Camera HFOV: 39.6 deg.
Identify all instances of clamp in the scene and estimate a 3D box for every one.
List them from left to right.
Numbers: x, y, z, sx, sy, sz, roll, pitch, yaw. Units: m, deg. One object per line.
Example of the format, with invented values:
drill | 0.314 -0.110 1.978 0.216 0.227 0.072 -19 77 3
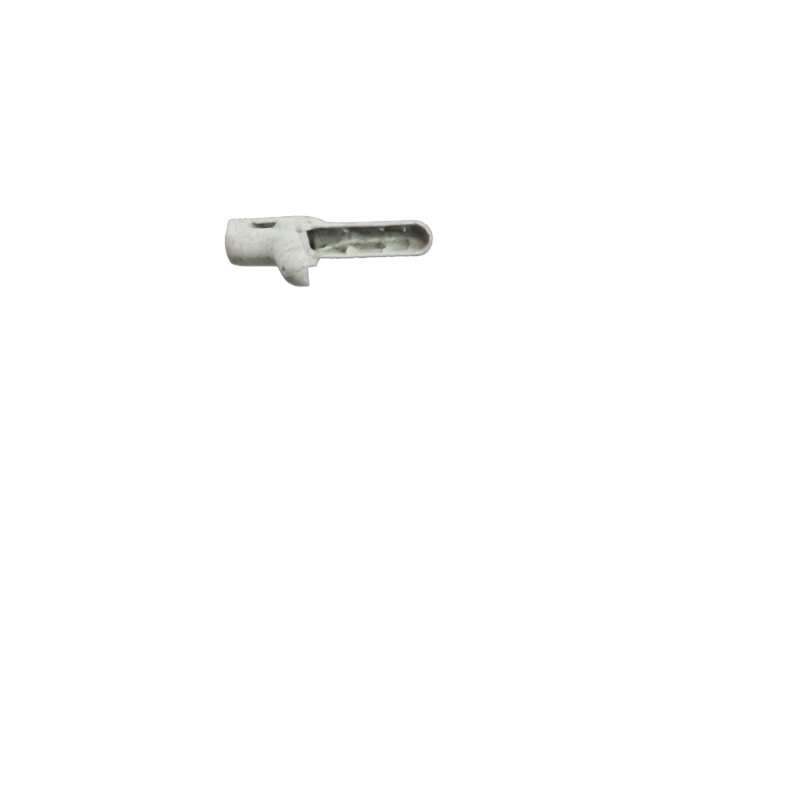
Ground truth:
clamp | -0.062 -0.113 0.793 0.117 0.038 0.181 -10 19 -29
